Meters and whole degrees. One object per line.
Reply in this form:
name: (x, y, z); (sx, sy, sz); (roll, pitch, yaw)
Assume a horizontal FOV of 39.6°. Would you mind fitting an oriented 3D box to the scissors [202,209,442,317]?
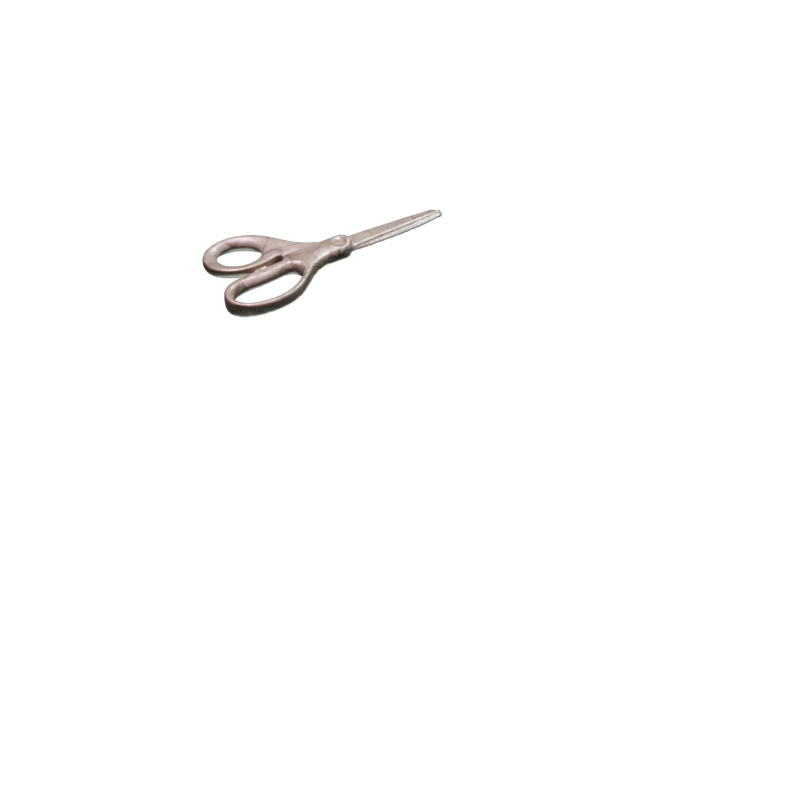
scissors: (-0.067, -0.122, 0.857); (0.102, 0.015, 0.203); (29, 48, 30)
